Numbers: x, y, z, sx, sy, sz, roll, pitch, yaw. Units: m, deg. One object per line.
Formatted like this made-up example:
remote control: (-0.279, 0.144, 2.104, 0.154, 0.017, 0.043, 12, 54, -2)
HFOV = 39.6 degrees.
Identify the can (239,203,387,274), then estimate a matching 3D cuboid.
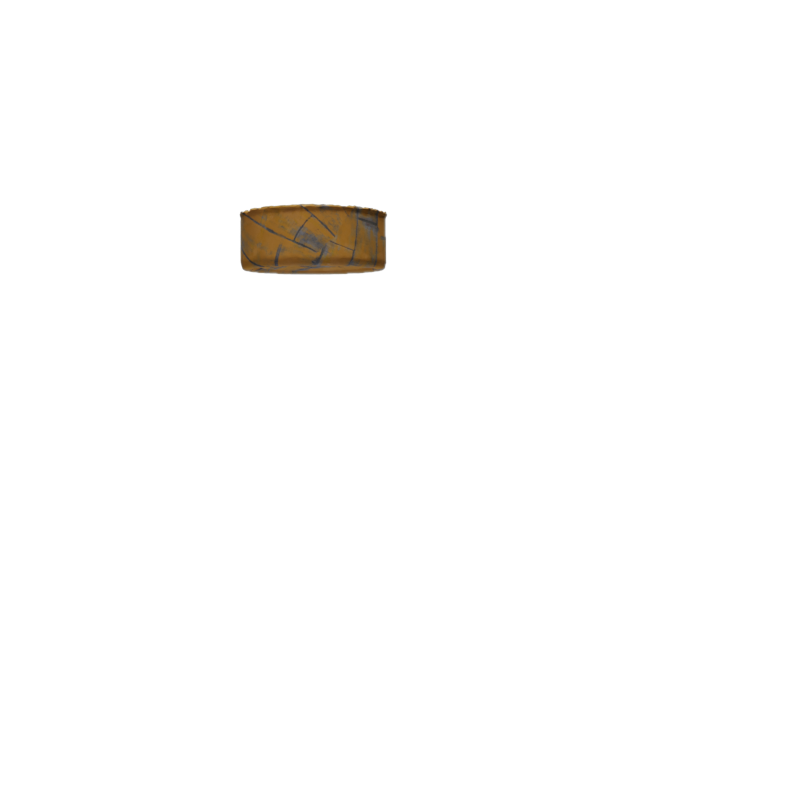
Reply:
can: (-0.050, -0.092, 0.644, 0.086, 0.034, 0.086, 0, 2, -2)
